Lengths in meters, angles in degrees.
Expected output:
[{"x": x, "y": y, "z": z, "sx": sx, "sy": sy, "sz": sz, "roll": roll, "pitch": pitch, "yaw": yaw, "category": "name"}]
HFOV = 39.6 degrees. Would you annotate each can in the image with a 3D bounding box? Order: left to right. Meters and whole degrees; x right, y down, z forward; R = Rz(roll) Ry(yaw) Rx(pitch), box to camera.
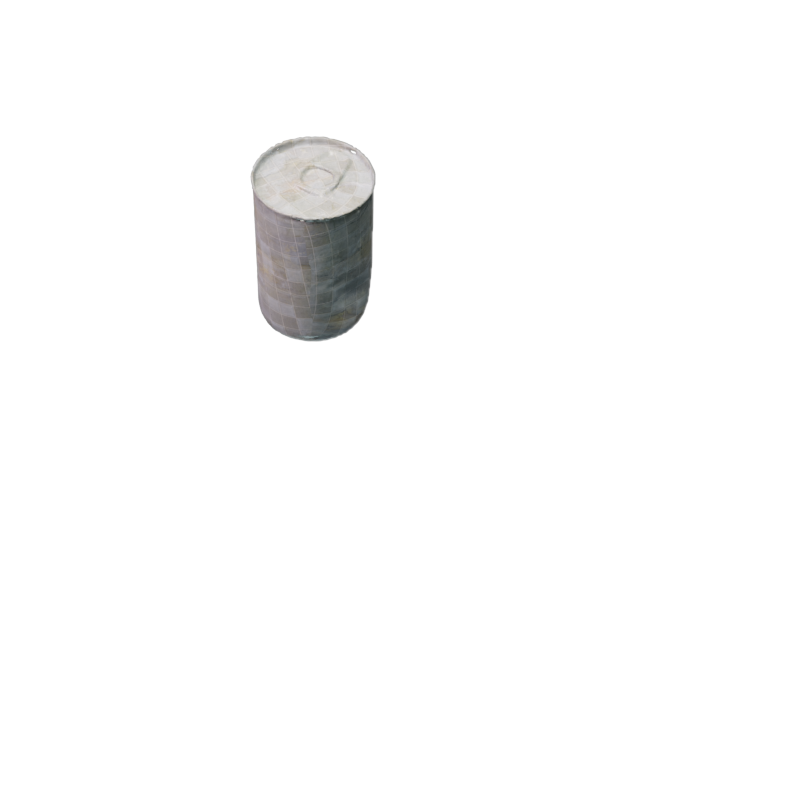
[{"x": -0.050, "y": -0.091, "z": 0.637, "sx": 0.068, "sy": 0.074, "sz": 0.095, "roll": 0, "pitch": -41, "yaw": -3, "category": "can"}]
